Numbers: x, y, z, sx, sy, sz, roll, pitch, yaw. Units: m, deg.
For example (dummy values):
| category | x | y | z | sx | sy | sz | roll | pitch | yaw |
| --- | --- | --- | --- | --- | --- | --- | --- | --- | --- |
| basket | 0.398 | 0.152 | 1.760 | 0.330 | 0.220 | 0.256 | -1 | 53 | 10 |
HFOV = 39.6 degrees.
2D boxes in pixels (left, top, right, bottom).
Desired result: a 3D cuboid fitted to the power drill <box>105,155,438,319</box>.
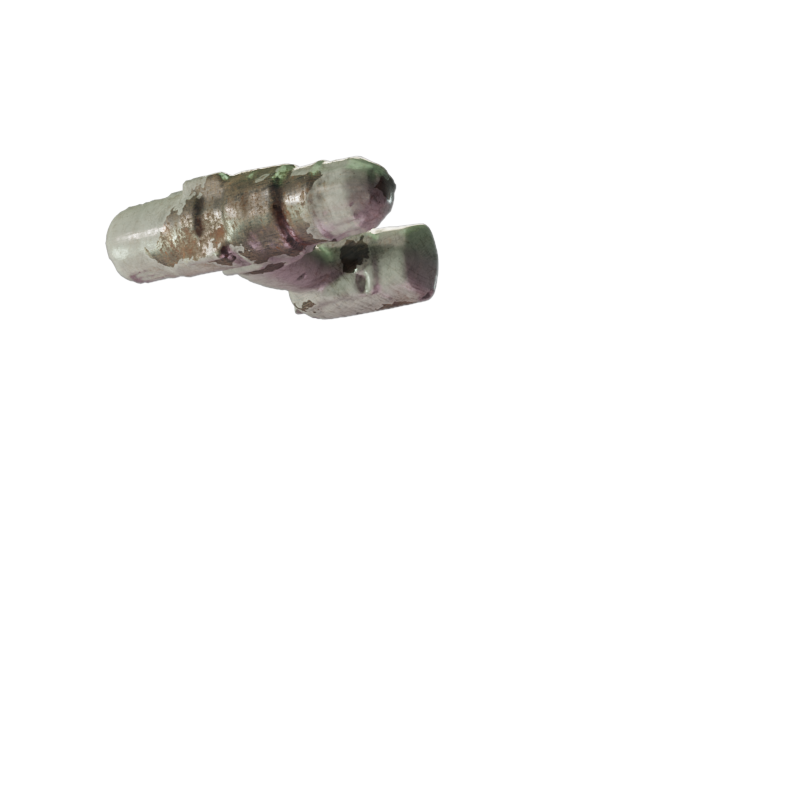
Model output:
| category | x | y | z | sx | sy | sz | roll | pitch | yaw |
| --- | --- | --- | --- | --- | --- | --- | --- | --- | --- |
| power drill | -0.052 | -0.095 | 0.664 | 0.189 | 0.059 | 0.178 | -5 | -9 | 31 |
